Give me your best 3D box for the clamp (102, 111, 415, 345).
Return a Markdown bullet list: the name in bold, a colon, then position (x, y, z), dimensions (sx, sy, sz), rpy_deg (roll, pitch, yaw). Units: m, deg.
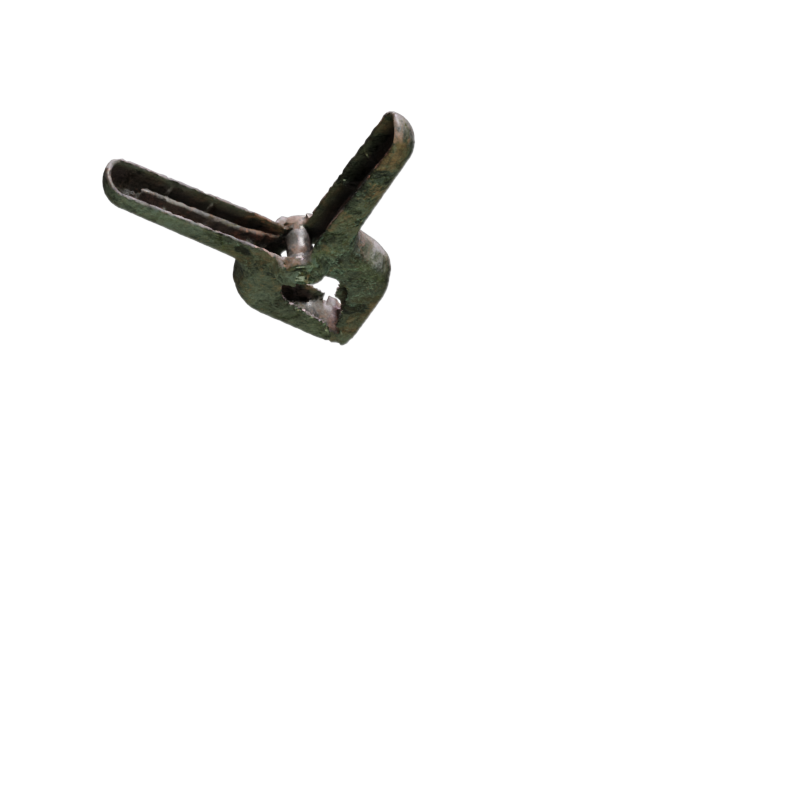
- **clamp**: position (-0.050, -0.091, 0.635), dimensions (0.167, 0.039, 0.195), rpy_deg (-9, -27, 17)
